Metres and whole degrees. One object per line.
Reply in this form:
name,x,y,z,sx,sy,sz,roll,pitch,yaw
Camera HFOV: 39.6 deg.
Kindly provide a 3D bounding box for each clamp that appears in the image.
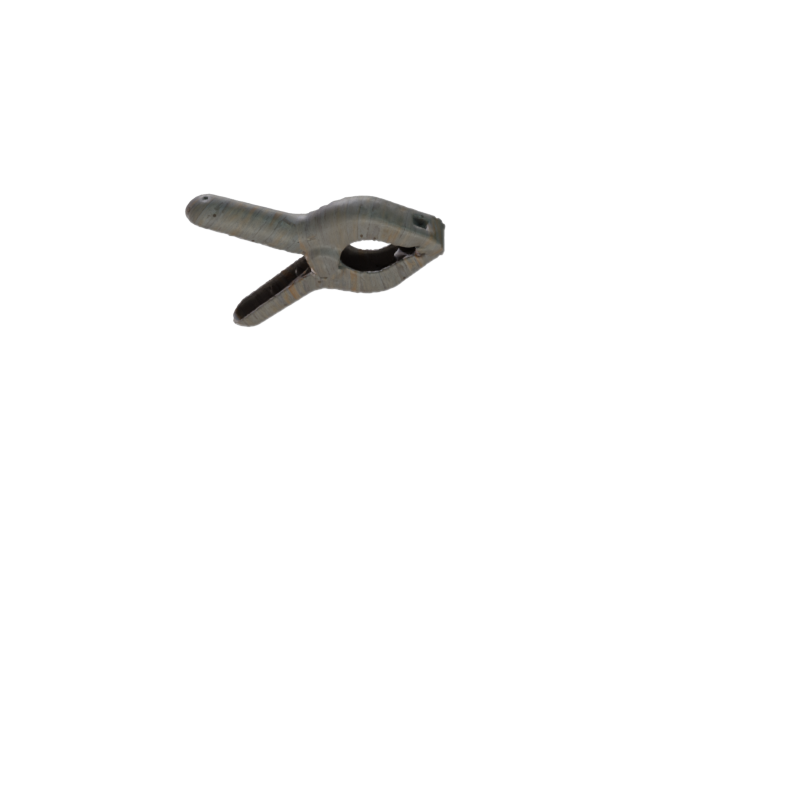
clamp,-0.059,-0.107,0.752,0.173,0.042,0.111,-13,-39,17
